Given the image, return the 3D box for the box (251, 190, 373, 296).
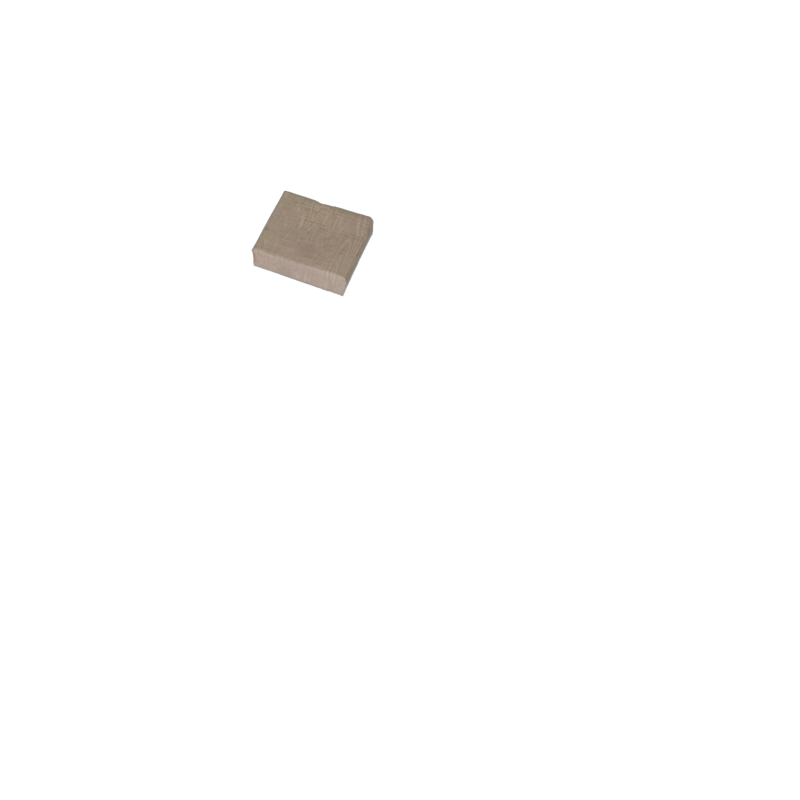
[{"bbox_3d":[-0.077,-0.141,0.989,0.091,0.076,0.028,18,-32,11],"label":"box"}]
